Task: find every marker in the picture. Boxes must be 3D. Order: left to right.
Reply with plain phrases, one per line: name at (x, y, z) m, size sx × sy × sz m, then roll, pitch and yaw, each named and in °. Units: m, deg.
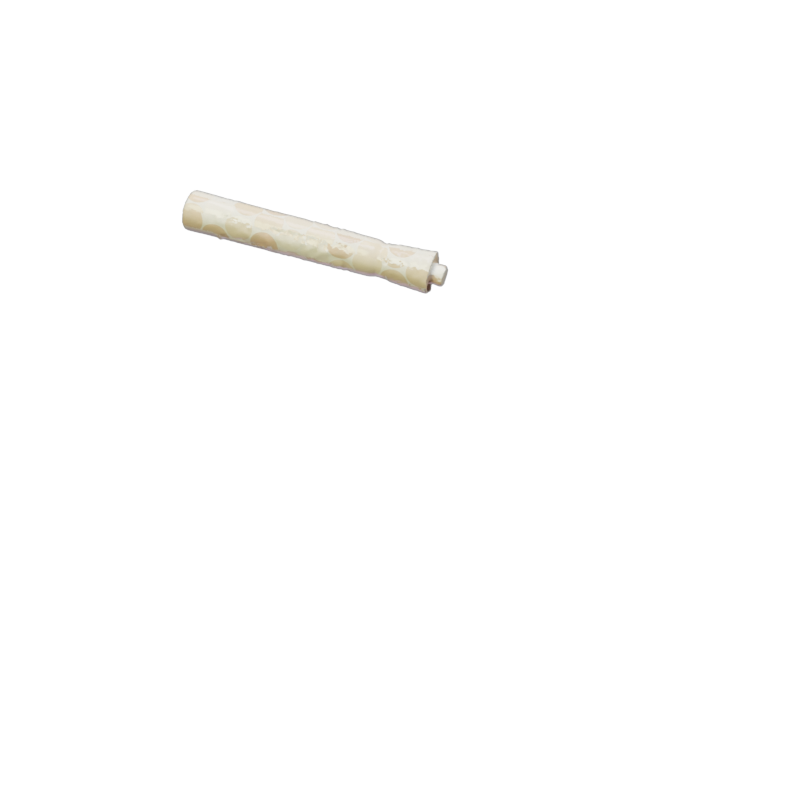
marker at (-0.038, -0.070, 0.489) m, size 0.125 × 0.019 × 0.019 m, roll 17°, pitch 8°, yaw 16°
